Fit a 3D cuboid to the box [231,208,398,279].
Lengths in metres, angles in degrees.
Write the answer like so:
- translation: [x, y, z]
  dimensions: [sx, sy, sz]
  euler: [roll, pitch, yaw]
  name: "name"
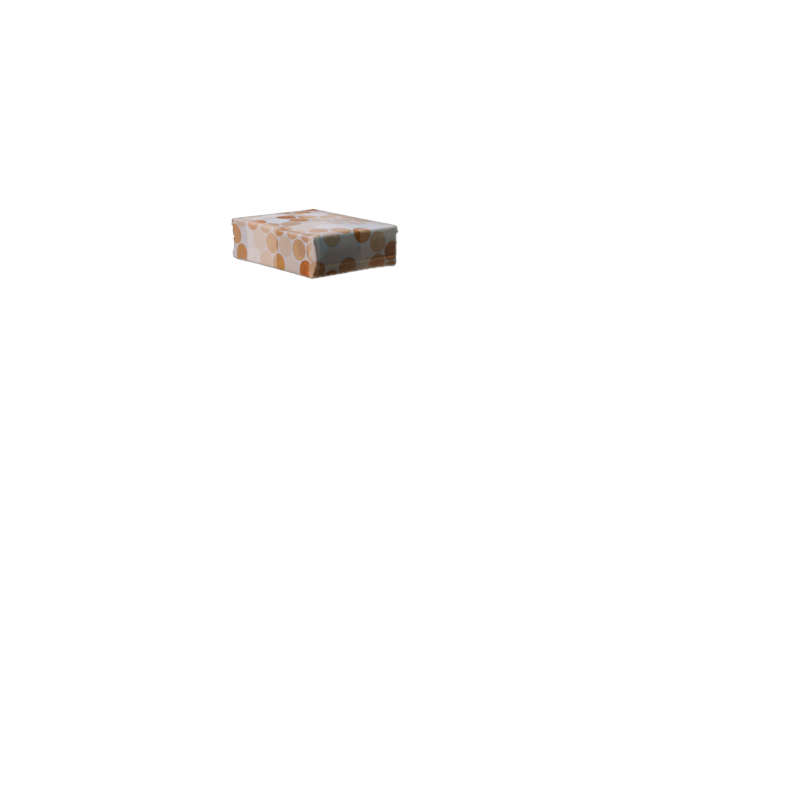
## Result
- translation: [-0.071, -0.130, 0.914]
  dimensions: [0.087, 0.038, 0.120]
  euler: [-12, 20, -39]
  name: "box"
